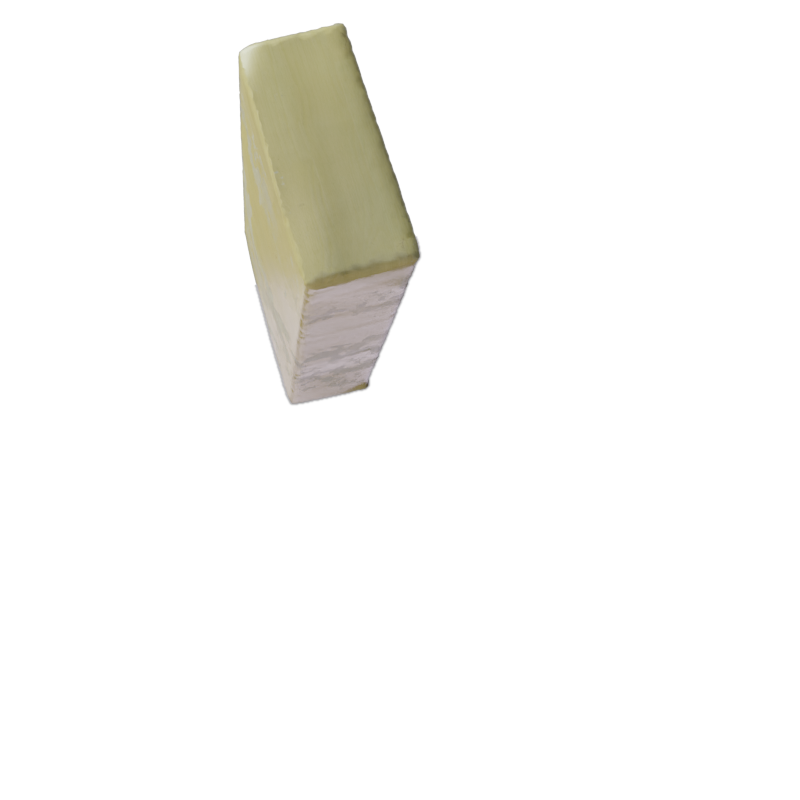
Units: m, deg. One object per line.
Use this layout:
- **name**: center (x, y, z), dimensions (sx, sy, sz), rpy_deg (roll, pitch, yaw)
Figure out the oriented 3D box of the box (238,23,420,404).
- **box**: center (-0.035, -0.064, 0.445), dimensions (0.048, 0.098, 0.170), rpy_deg (-15, -13, -8)
